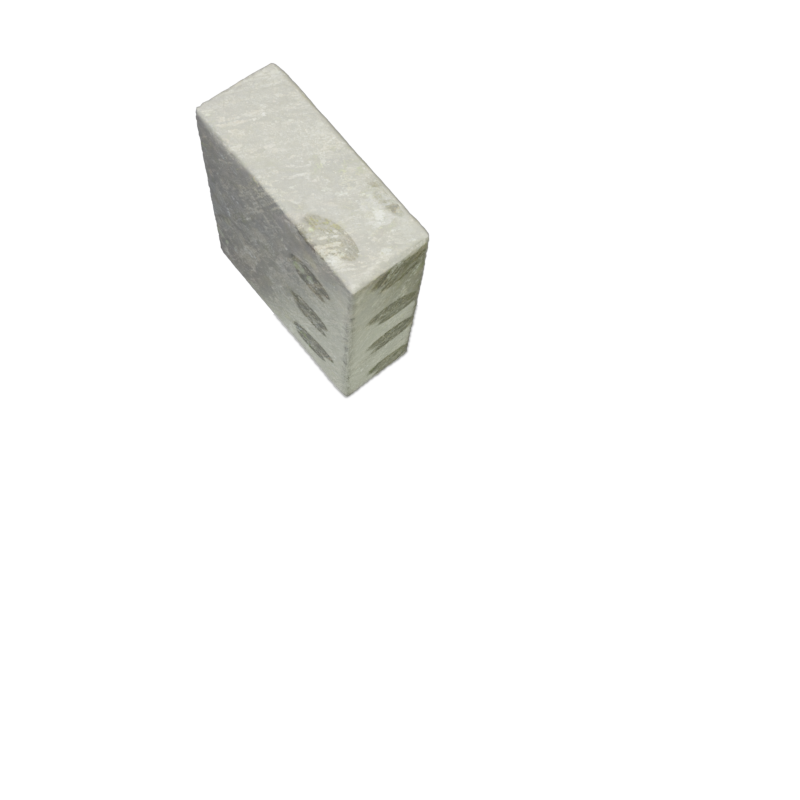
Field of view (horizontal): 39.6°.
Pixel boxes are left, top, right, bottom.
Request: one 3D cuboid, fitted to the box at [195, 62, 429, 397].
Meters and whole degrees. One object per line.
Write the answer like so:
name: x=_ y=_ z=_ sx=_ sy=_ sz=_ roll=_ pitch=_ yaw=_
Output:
box: x=-0.061 y=-0.111 z=0.779 sx=0.072 sy=0.172 sz=0.204 roll=-36 pitch=-15 yaw=-14
